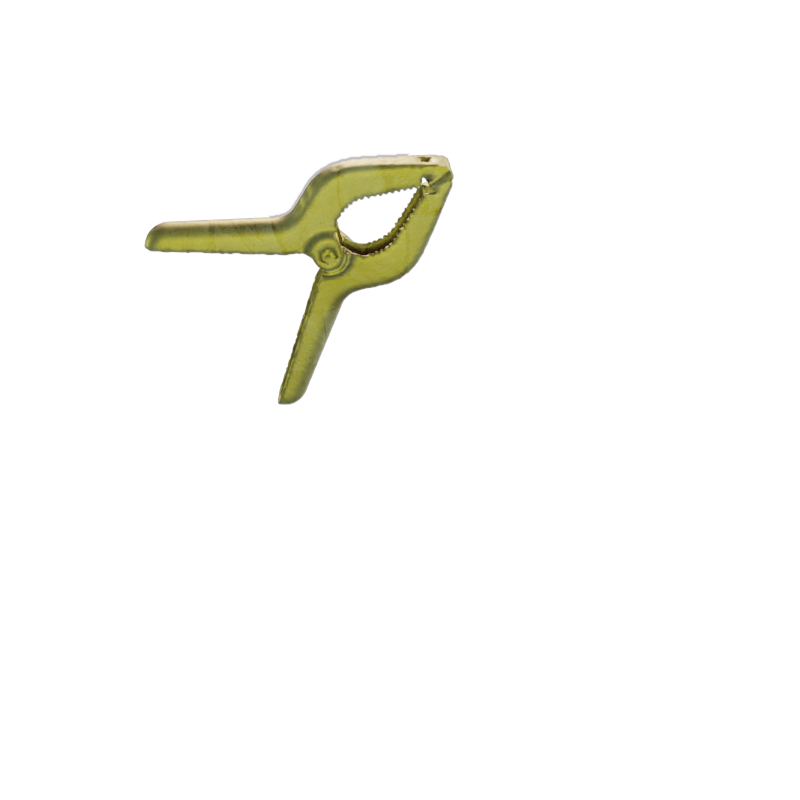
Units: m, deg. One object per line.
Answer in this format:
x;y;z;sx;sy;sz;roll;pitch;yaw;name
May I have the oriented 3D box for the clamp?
-0.060;-0.109;0.763;0.208;0.157;0.038;-40;19;16;clamp
